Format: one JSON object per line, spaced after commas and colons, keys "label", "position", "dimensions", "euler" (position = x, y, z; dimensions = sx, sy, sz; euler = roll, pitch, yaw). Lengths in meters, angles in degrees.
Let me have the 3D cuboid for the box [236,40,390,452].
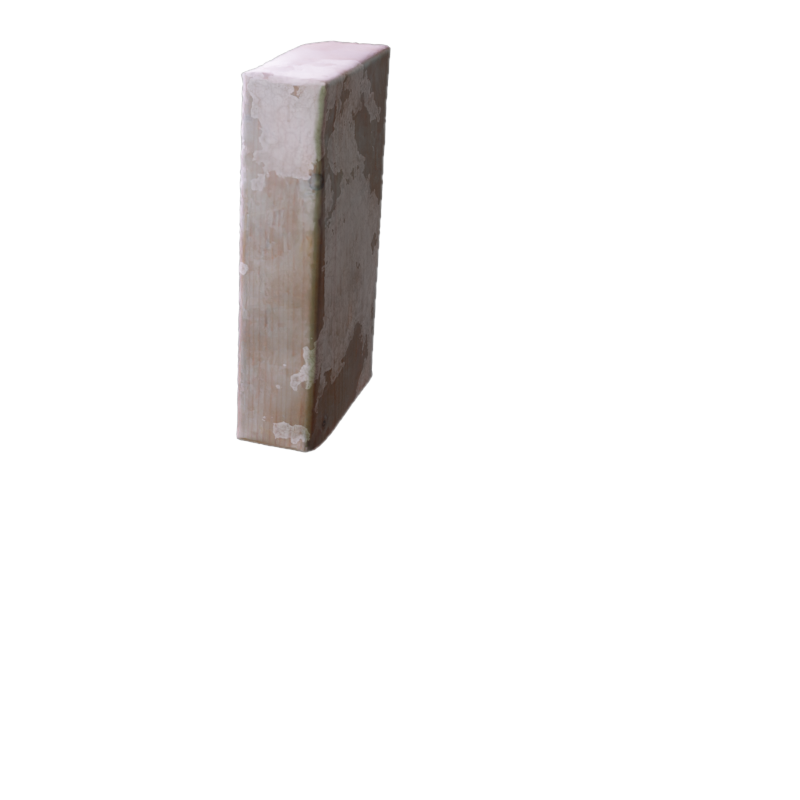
{"label": "box", "position": [-0.041, -0.075, 0.522], "dimensions": [0.049, 0.168, 0.095], "euler": [7, 22, 15]}
